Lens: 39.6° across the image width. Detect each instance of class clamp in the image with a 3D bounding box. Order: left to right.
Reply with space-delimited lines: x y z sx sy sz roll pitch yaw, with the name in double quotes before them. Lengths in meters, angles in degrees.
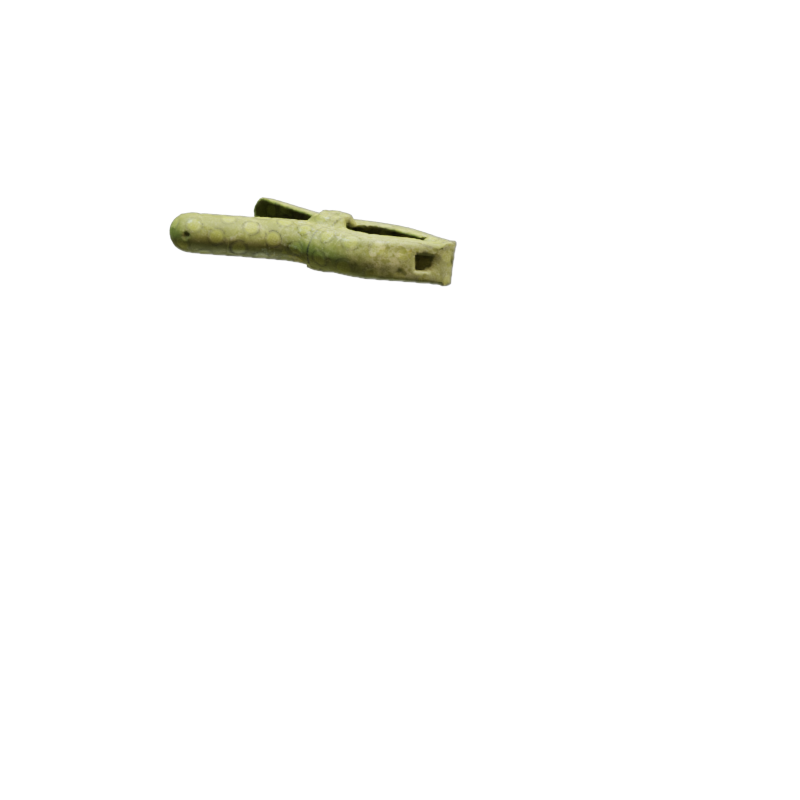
"clamp" -0.054 -0.098 0.688 0.180 0.038 0.119 14 25 31
